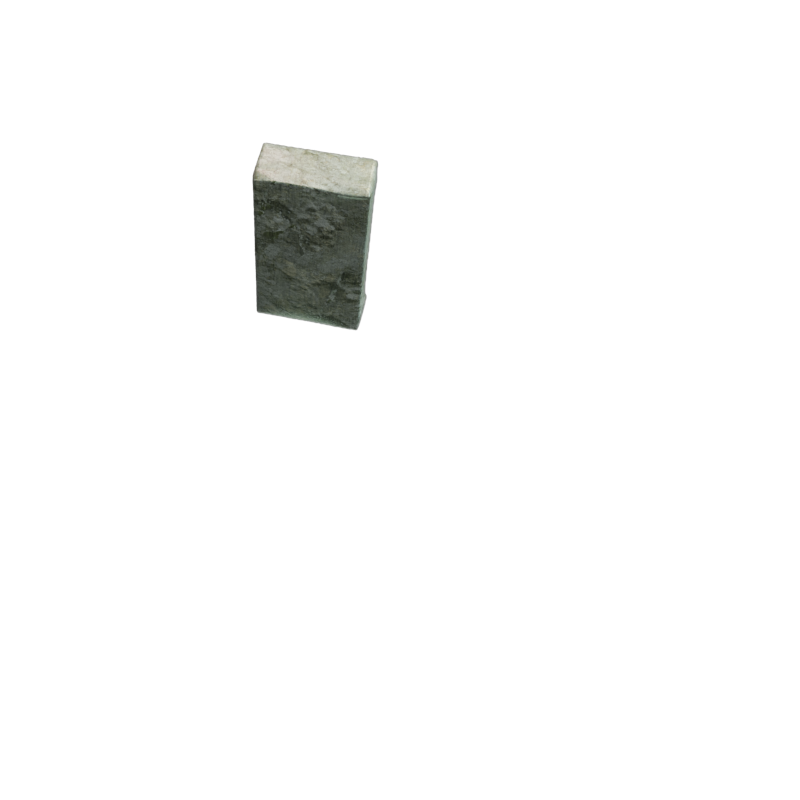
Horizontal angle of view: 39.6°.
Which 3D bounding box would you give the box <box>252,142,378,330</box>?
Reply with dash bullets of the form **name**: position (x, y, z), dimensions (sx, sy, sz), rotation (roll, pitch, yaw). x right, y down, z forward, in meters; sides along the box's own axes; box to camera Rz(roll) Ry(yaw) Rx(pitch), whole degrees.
- **box**: position (-0.071, -0.129, 0.902), dimensions (0.094, 0.051, 0.165), rotation (11, -31, 3)
